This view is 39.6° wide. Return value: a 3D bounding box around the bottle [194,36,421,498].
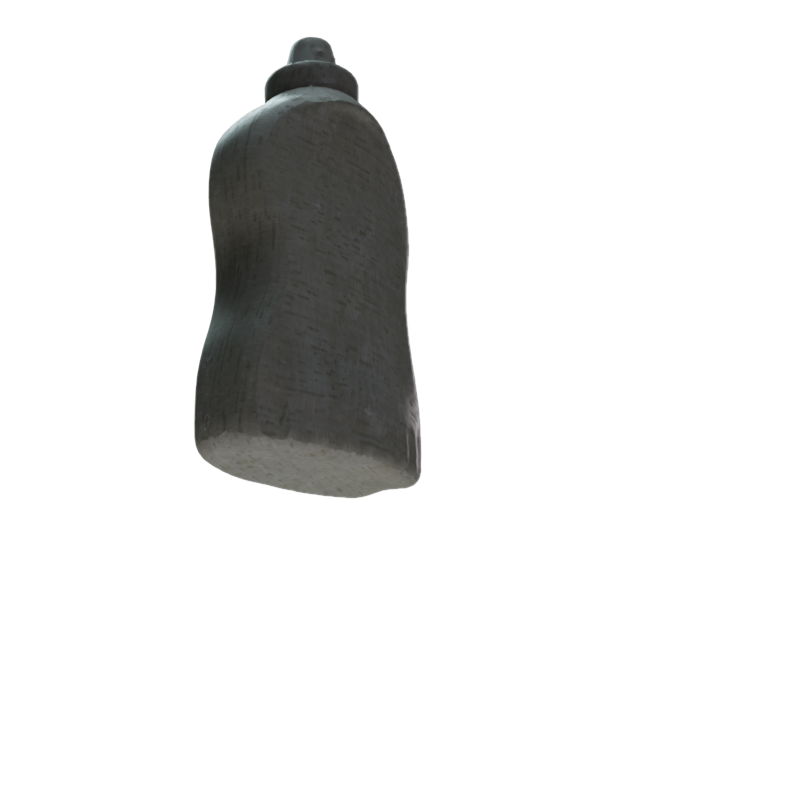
[{"bbox_3d":[-0.035,-0.064,0.449,0.059,0.202,0.090,-22,-31,39],"label":"bottle"}]
